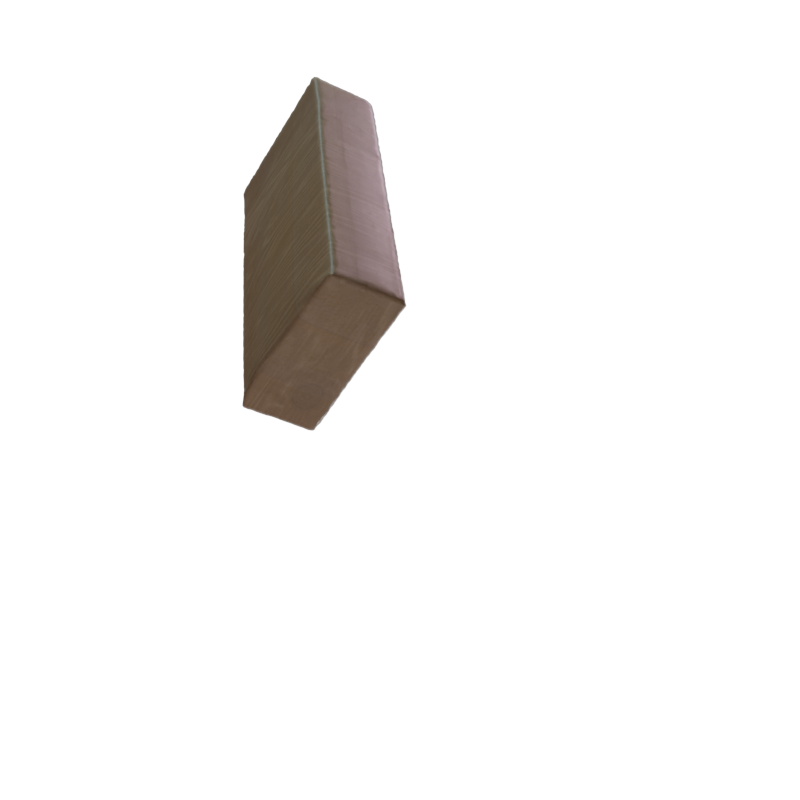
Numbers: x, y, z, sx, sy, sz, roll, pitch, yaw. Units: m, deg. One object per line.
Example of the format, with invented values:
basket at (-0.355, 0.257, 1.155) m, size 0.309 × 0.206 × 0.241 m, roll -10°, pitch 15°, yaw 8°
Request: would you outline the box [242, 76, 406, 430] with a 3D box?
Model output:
box at (-0.044, -0.082, 0.571) m, size 0.046 × 0.189 × 0.090 m, roll 22°, pitch -54°, yaw -22°
